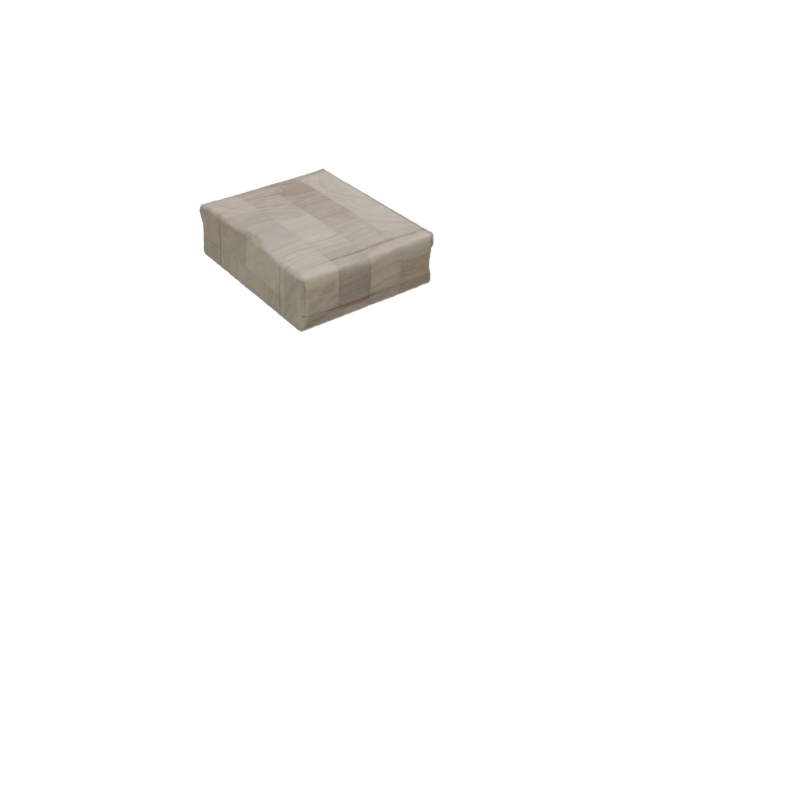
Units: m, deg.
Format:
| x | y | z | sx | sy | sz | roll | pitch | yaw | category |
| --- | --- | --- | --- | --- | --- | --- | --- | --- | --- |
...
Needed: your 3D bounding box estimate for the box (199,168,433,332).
| x | y | z | sx | sy | sz | roll | pitch | yaw | category |
| --- | --- | --- | --- | --- | --- | --- | --- | --- | --- |
| -0.041 | -0.074 | 0.517 | 0.072 | 0.028 | 0.096 | -22 | 40 | -29 | box |
